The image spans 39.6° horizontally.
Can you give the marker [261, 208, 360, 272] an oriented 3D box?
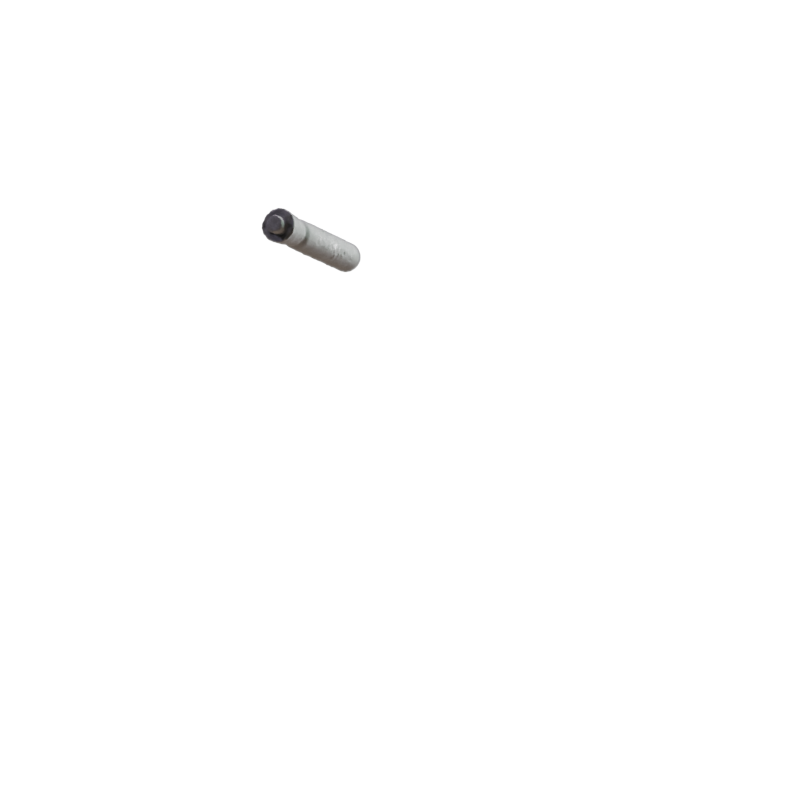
[{"bbox_3d":[-0.050,-0.092,0.644,0.020,0.020,0.116,2,-2,17],"label":"marker"}]
